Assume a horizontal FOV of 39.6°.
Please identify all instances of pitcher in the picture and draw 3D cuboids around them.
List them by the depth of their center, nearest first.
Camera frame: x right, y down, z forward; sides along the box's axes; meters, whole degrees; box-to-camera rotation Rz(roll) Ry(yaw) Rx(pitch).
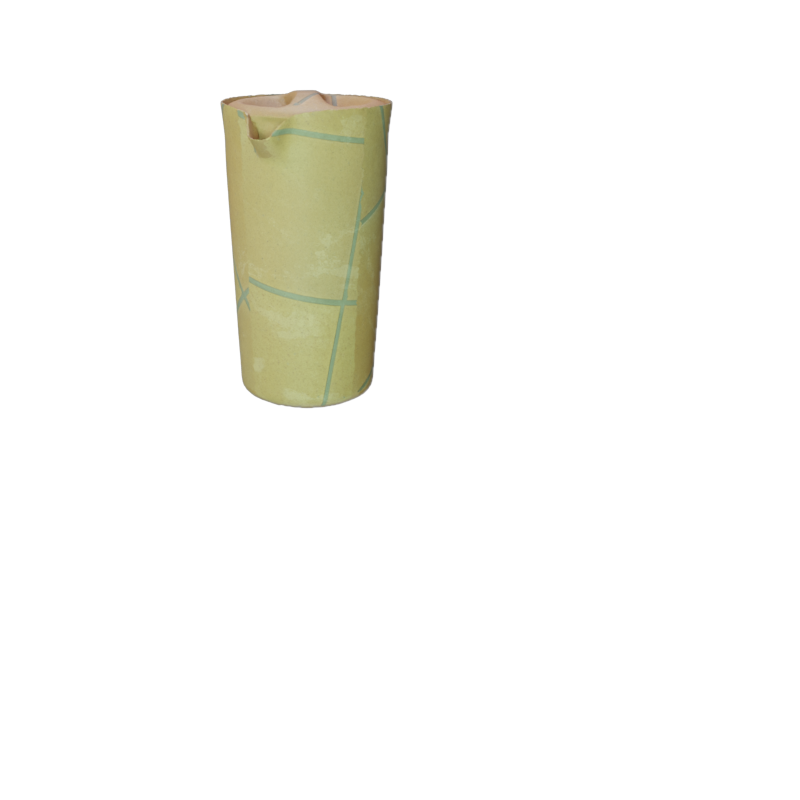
[{"bbox_3d":[-0.070,-0.128,0.893,0.146,0.235,0.153,-6,17,-23],"label":"pitcher"}]
